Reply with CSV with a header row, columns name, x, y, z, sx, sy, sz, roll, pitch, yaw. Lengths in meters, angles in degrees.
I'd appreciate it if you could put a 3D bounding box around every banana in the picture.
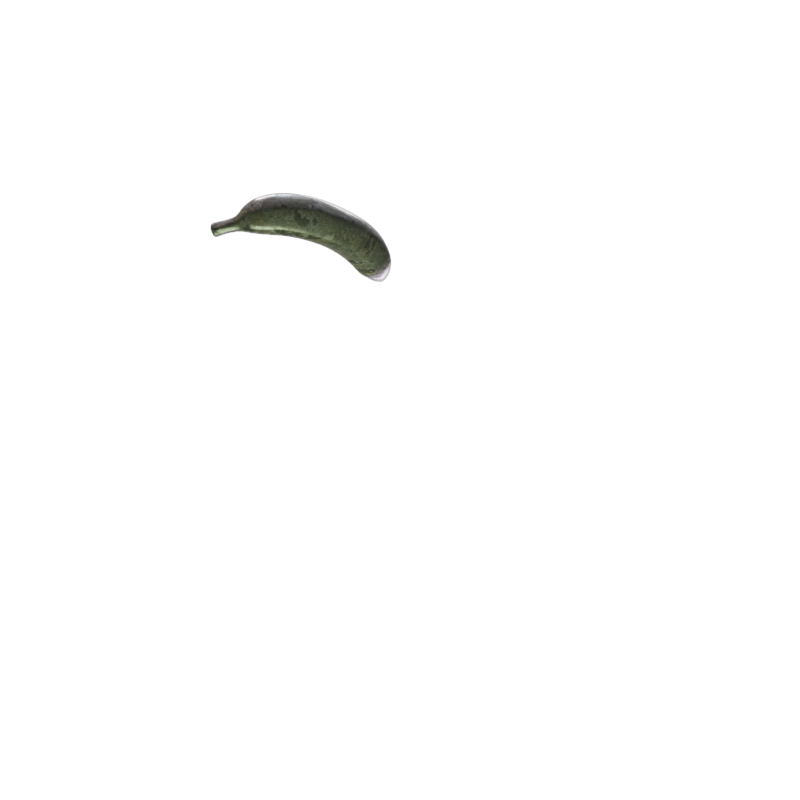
name,x,y,z,sx,sy,sz,roll,pitch,yaw
banana,-0.066,-0.143,0.960,0.187,0.038,0.070,14,-22,-40
